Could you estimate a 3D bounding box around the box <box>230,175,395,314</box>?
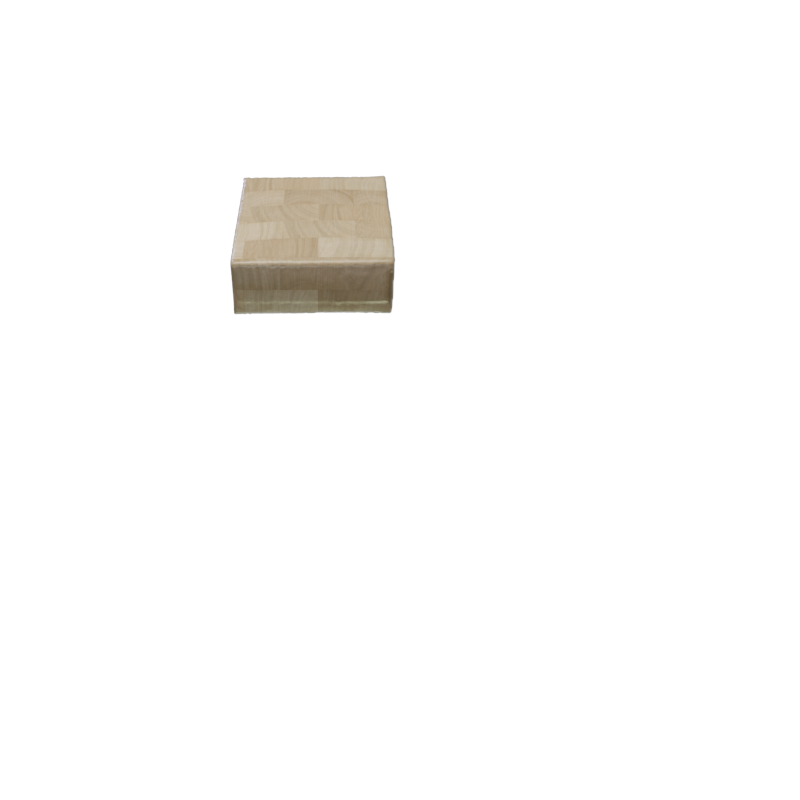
[{"bbox_3d":[-0.051,-0.093,0.652,0.090,0.037,0.121,-1,32,-2],"label":"box"}]
